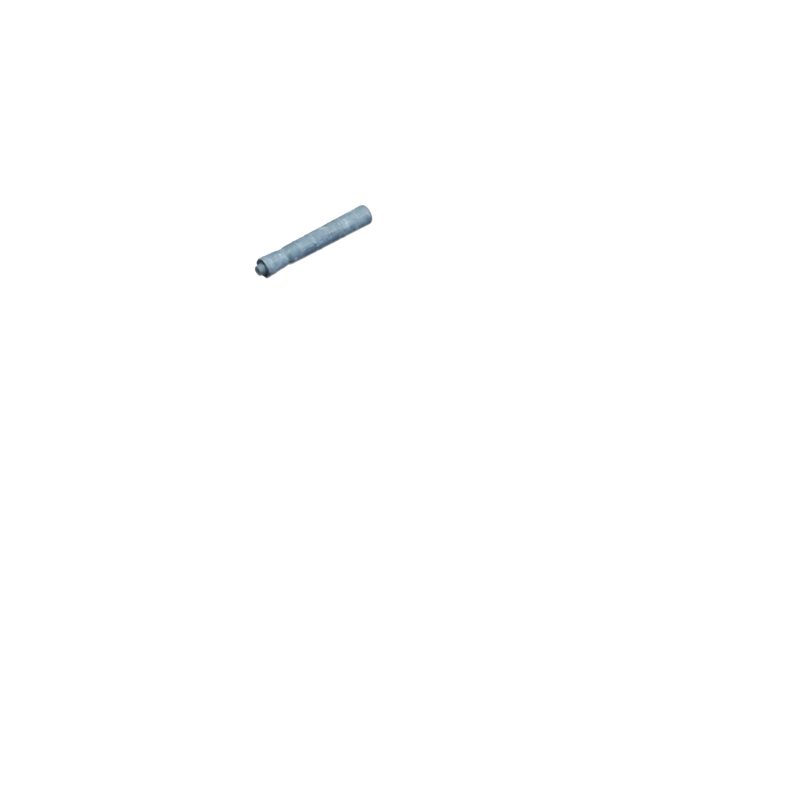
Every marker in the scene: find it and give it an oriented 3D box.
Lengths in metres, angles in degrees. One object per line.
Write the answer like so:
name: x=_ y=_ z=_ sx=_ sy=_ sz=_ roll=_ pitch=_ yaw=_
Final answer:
marker: x=-0.076 y=-0.138 z=0.970 sx=0.121 sy=0.019 sz=0.020 roll=-32 pitch=20 yaw=-27
